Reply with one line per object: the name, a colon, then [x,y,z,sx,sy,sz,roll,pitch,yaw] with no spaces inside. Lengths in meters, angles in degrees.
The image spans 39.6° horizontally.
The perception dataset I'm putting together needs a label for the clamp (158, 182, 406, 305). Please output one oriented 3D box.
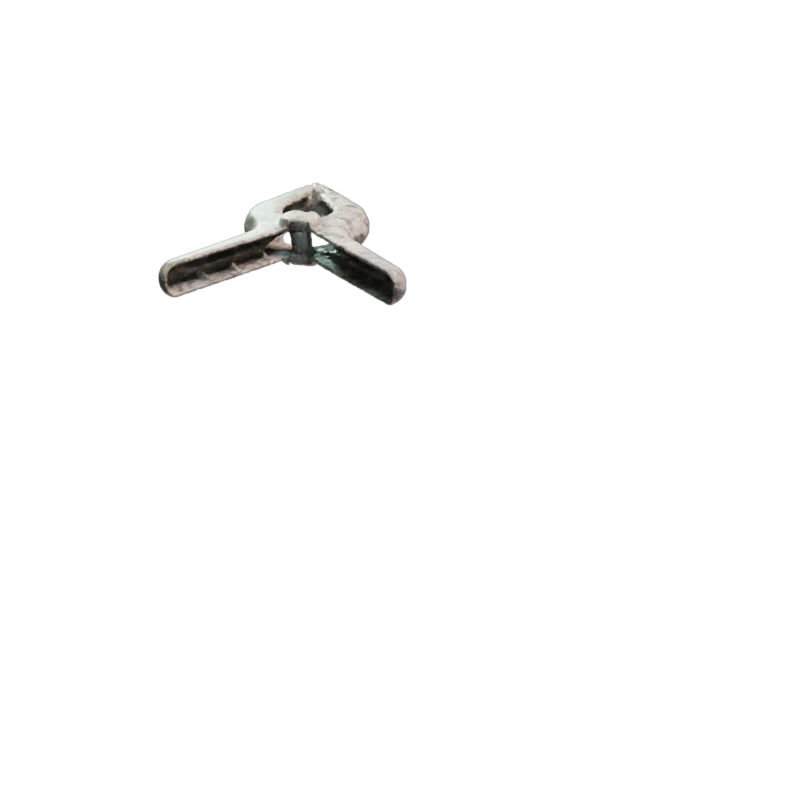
clamp: [-0.063,-0.115,0.807,0.168,0.035,0.217,5,26,11]
